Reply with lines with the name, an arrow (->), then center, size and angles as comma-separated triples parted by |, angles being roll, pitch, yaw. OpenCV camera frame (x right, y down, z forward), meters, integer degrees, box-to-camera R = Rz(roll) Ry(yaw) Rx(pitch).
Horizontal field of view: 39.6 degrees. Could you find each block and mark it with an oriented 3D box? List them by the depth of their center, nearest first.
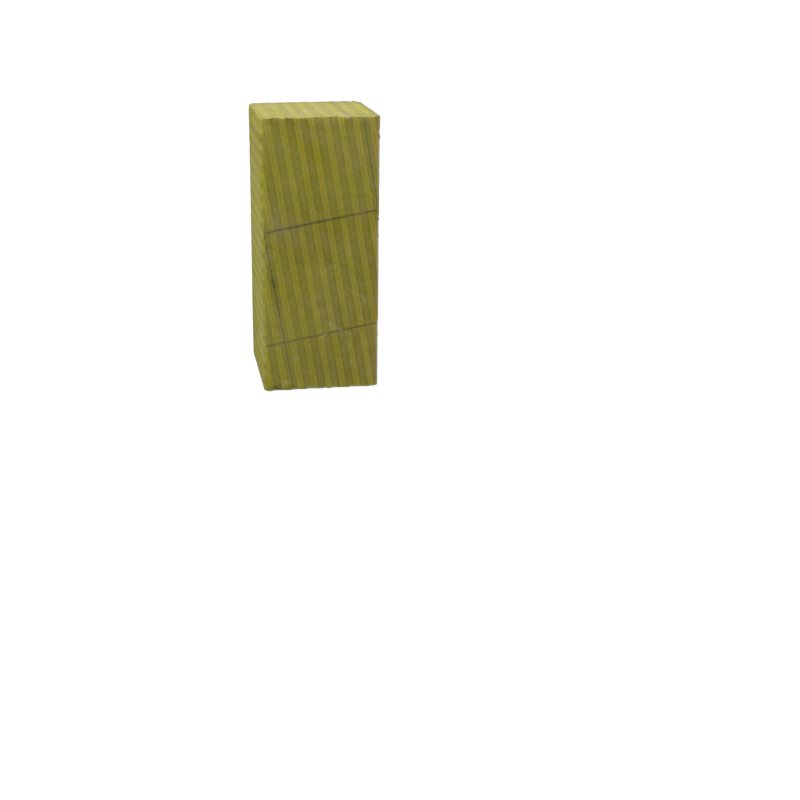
block -> -0.068, -0.122, 0.854 | 0.089, 0.199, 0.095 | -2, 17, -11
